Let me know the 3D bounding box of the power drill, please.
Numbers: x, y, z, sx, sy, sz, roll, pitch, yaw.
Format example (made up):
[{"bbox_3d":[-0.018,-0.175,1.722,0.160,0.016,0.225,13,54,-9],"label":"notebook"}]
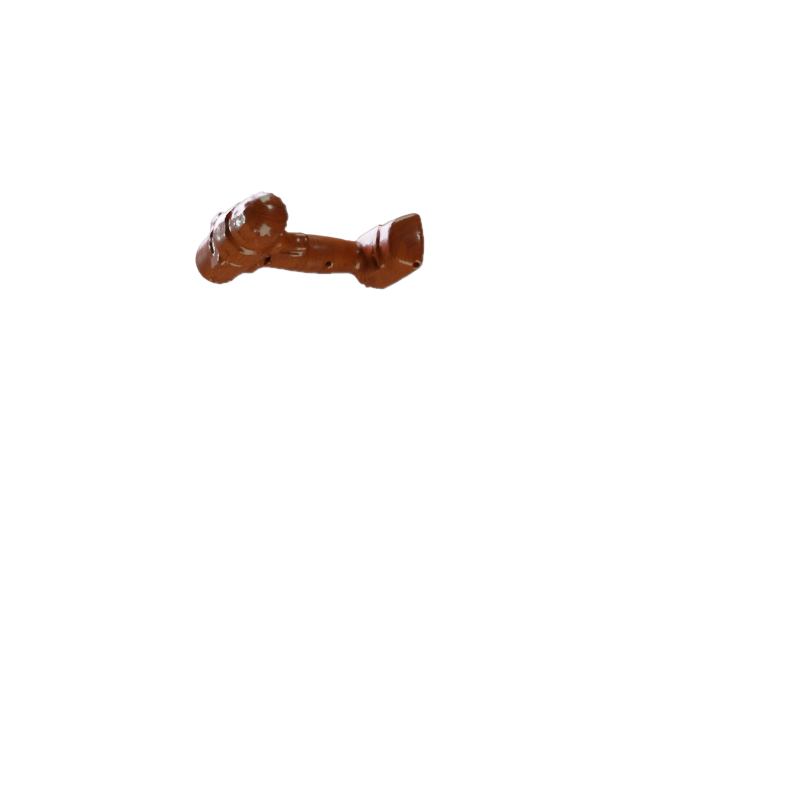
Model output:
[{"bbox_3d":[-0.078,-0.142,0.992,0.182,0.059,0.185,3,-7,-21],"label":"power drill"}]
